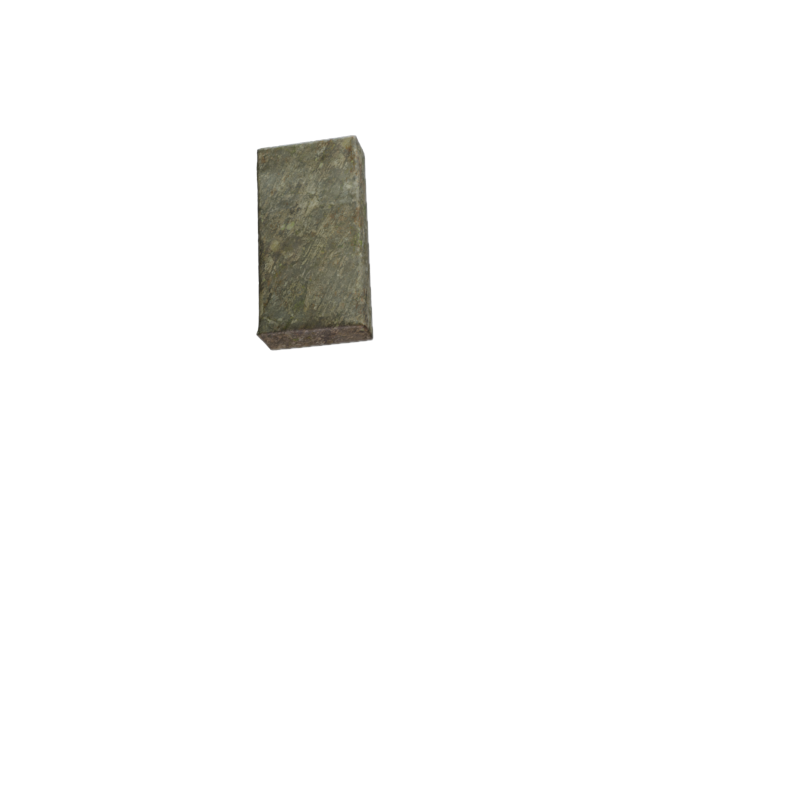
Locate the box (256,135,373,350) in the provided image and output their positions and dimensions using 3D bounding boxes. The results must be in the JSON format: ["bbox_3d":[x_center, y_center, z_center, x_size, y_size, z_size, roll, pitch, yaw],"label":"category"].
[{"bbox_3d":[-0.074,-0.135,0.949,0.094,0.186,0.045,-6,-24,11],"label":"box"}]
